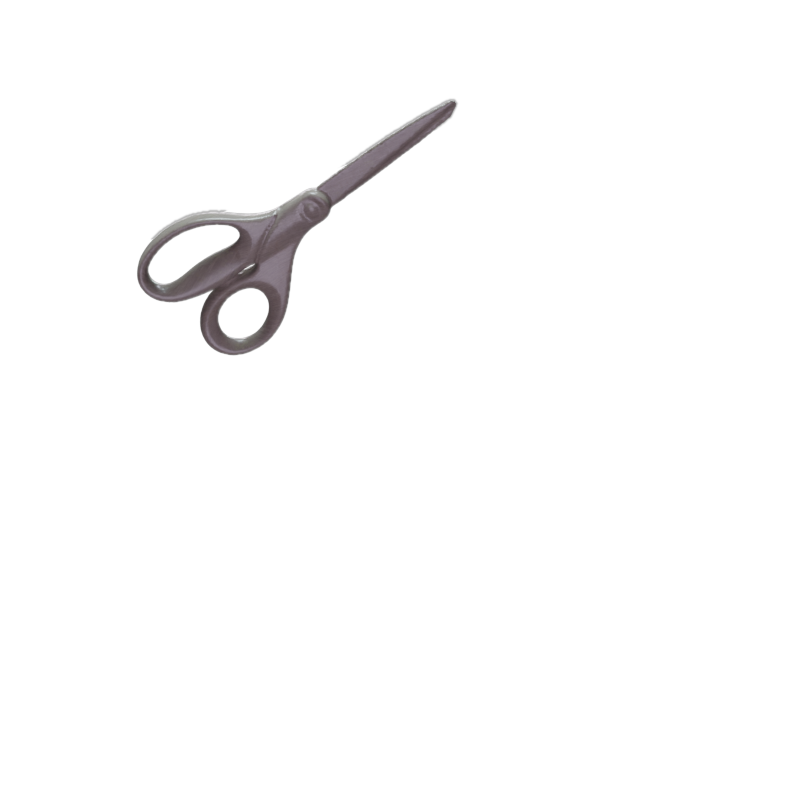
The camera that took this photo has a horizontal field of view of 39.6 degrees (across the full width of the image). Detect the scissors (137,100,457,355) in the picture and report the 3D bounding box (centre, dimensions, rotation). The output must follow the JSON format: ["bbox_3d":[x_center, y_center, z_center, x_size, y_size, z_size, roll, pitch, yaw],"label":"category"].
[{"bbox_3d":[-0.049,-0.089,0.622,0.202,0.091,0.017,-19,21,8],"label":"scissors"}]
